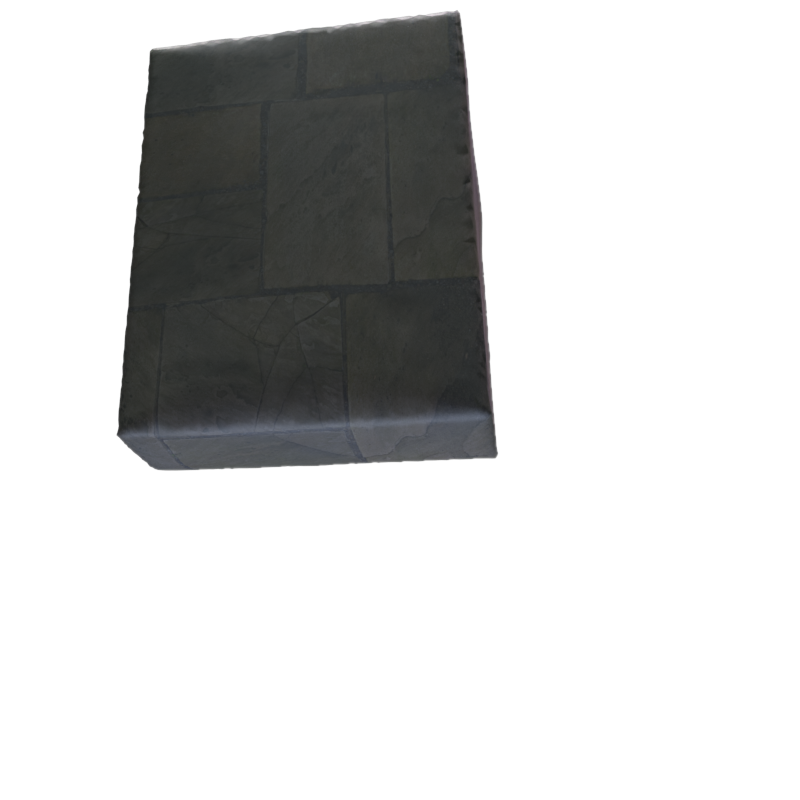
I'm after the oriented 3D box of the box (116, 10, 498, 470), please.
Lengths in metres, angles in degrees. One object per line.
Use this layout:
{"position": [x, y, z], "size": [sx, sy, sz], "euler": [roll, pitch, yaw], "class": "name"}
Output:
{"position": [-0.042, -0.077, 0.542], "size": [0.166, 0.227, 0.067], "euler": [-5, -27, 8], "class": "box"}
